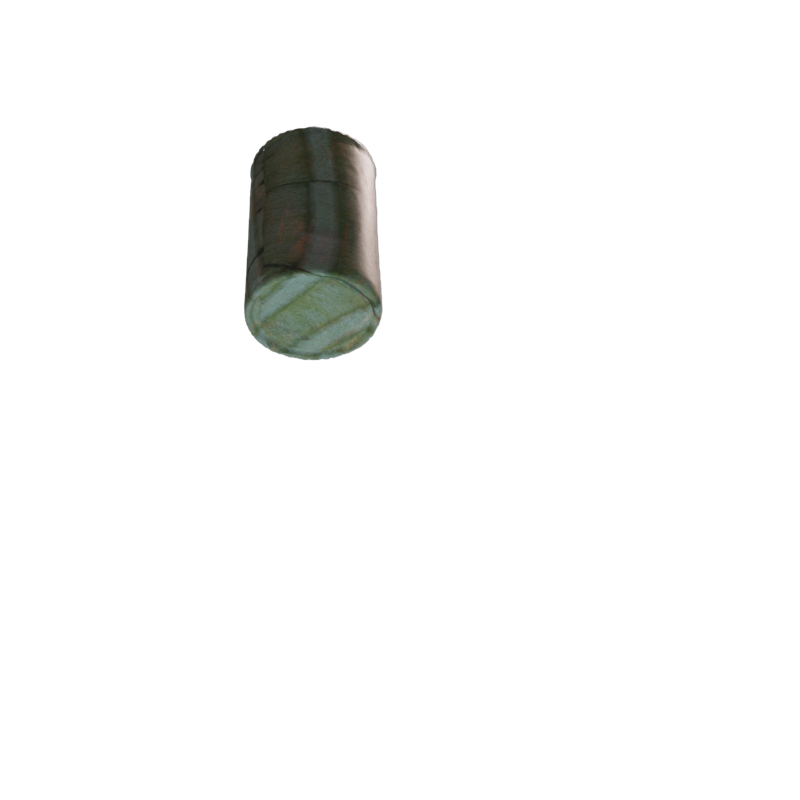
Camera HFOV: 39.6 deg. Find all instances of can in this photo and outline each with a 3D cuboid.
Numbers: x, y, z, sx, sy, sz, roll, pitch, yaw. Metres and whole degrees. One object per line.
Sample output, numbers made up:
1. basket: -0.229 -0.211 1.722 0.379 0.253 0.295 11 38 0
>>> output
1. can: -0.044 -0.080 0.563 0.068 0.110 0.064 -1 -40 -3
